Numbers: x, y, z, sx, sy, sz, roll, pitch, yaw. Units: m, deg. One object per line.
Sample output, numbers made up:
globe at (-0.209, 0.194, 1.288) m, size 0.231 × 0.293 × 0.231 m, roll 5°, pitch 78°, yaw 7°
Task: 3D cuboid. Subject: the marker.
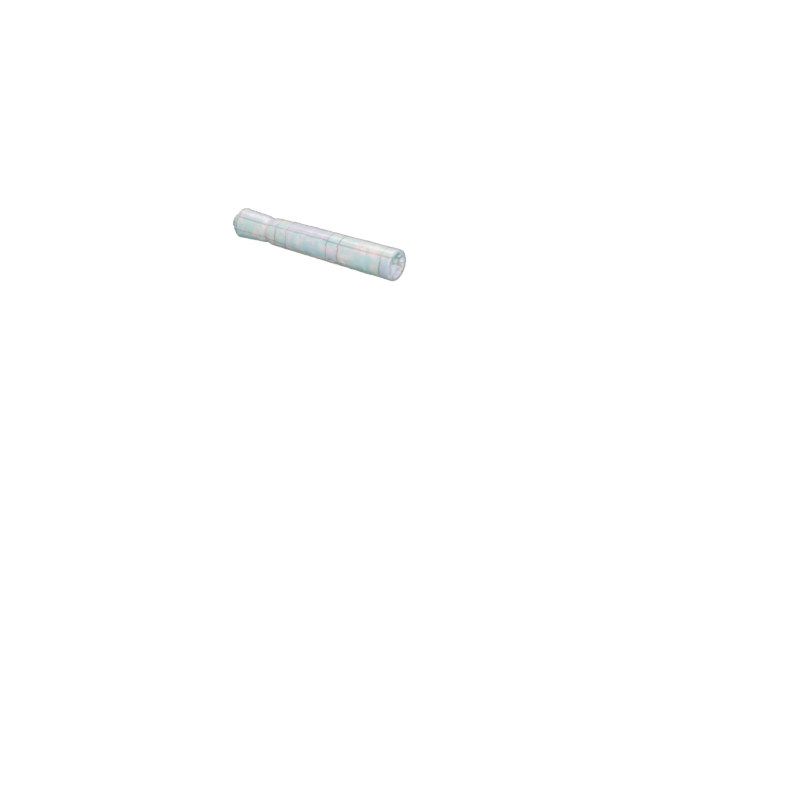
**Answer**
marker at (-0.052, -0.094, 0.660) m, size 0.128 × 0.019 × 0.019 m, roll 20°, pitch 14°, yaw 33°
